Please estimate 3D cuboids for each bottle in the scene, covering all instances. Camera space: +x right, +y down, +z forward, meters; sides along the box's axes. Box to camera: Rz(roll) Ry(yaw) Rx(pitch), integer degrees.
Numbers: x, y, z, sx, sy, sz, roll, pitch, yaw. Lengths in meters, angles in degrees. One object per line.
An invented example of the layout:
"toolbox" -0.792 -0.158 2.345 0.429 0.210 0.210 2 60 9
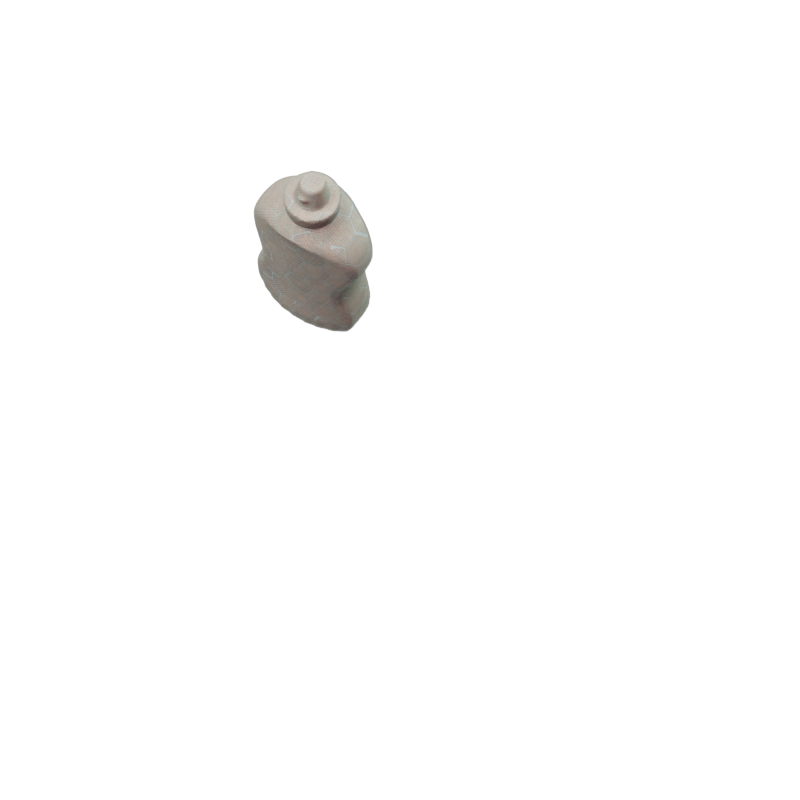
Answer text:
"bottle" -0.067 -0.121 0.849 0.099 0.059 0.182 37 -18 10
